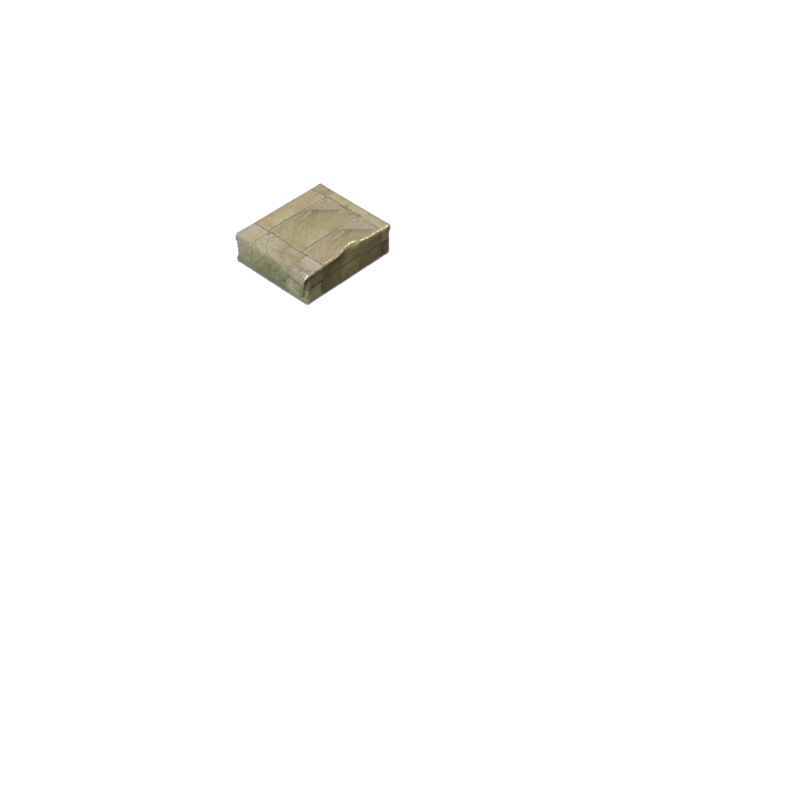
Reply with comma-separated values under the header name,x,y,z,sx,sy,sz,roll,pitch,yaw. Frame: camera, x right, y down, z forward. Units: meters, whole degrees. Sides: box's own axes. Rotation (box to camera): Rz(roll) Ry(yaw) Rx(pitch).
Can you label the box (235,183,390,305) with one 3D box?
name,x,y,z,sx,sy,sz,roll,pitch,yaw
box,-0.063,-0.115,0.804,0.078,0.028,0.090,33,52,30
